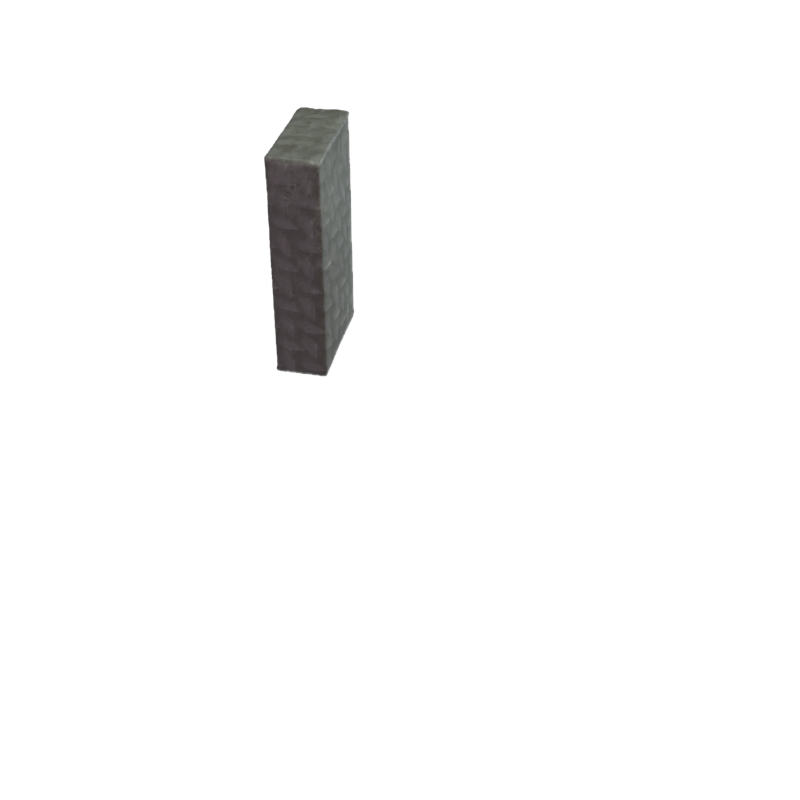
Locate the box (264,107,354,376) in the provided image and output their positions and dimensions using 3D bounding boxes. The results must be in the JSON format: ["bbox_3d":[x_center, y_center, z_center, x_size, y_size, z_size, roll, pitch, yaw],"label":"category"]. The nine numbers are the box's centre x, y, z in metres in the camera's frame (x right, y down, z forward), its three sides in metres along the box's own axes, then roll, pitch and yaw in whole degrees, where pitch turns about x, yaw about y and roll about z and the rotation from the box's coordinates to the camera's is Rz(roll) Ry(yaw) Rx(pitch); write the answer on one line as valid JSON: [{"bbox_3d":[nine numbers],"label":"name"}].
[{"bbox_3d":[-0.064,-0.116,0.816,0.049,0.165,0.098,8,34,8],"label":"box"}]
